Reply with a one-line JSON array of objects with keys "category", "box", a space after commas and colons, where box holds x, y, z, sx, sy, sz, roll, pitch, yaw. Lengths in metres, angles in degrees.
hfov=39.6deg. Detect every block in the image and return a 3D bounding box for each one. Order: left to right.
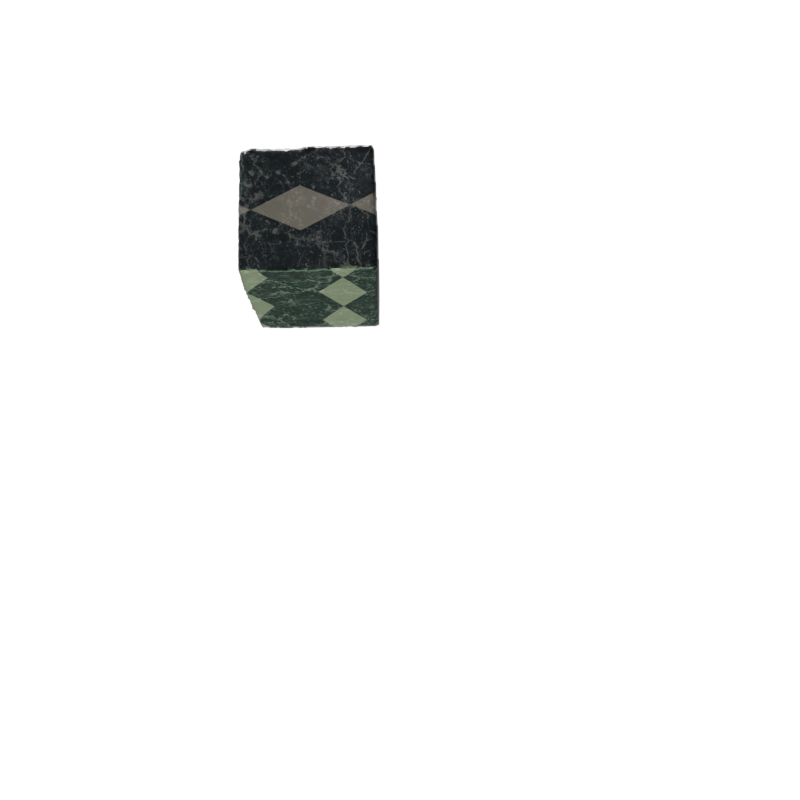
[{"category": "block", "box": [-0.035, -0.064, 0.448, 0.053, 0.053, 0.075, -1, -15, 0]}]
